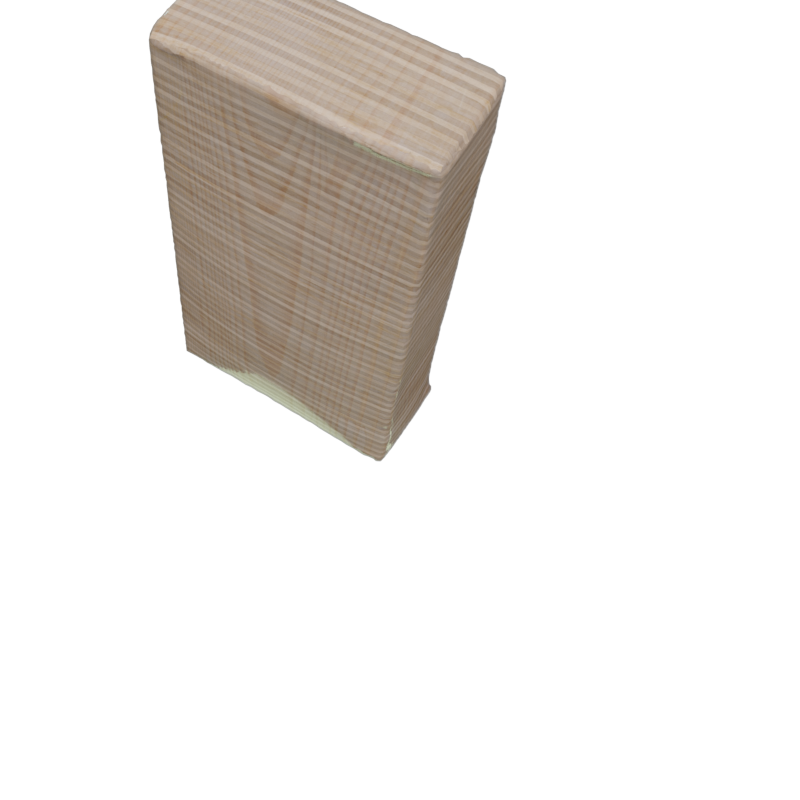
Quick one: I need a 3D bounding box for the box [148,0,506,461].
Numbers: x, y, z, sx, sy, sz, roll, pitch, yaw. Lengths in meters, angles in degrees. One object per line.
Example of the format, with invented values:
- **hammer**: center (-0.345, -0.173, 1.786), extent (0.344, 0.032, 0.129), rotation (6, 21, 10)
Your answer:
- **box**: center (-0.029, -0.052, 0.363), extent (0.096, 0.049, 0.166), rotation (29, -26, 12)
